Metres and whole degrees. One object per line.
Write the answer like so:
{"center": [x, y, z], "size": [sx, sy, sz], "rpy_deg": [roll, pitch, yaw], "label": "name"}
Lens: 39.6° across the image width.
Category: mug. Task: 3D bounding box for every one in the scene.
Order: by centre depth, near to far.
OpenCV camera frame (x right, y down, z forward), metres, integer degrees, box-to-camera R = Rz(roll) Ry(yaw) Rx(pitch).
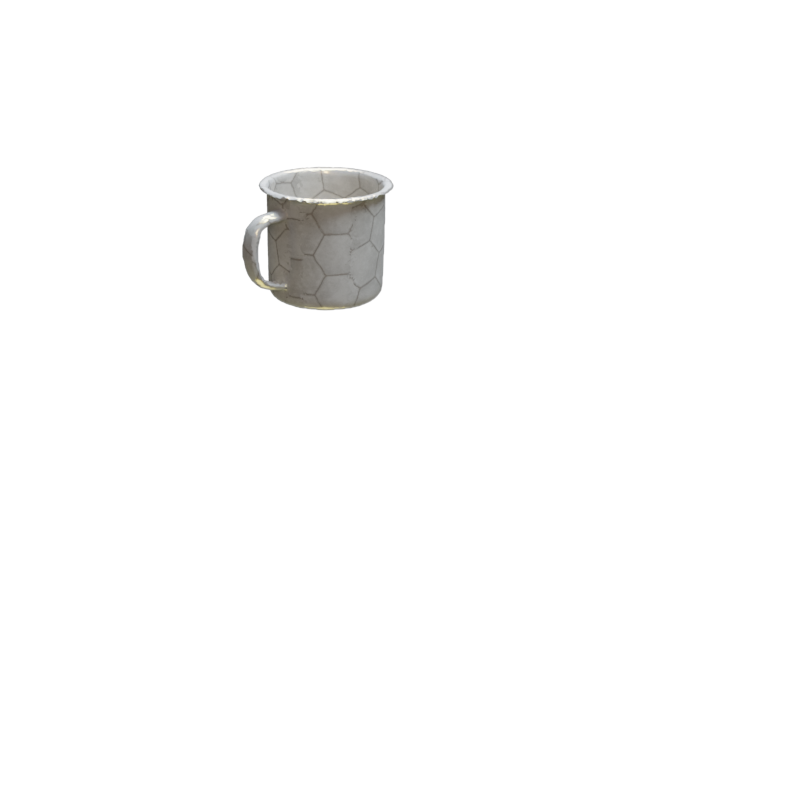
{"center": [-0.060, -0.110, 0.772], "size": [0.099, 0.078, 0.115], "rpy_deg": [21, 30, 40], "label": "mug"}
